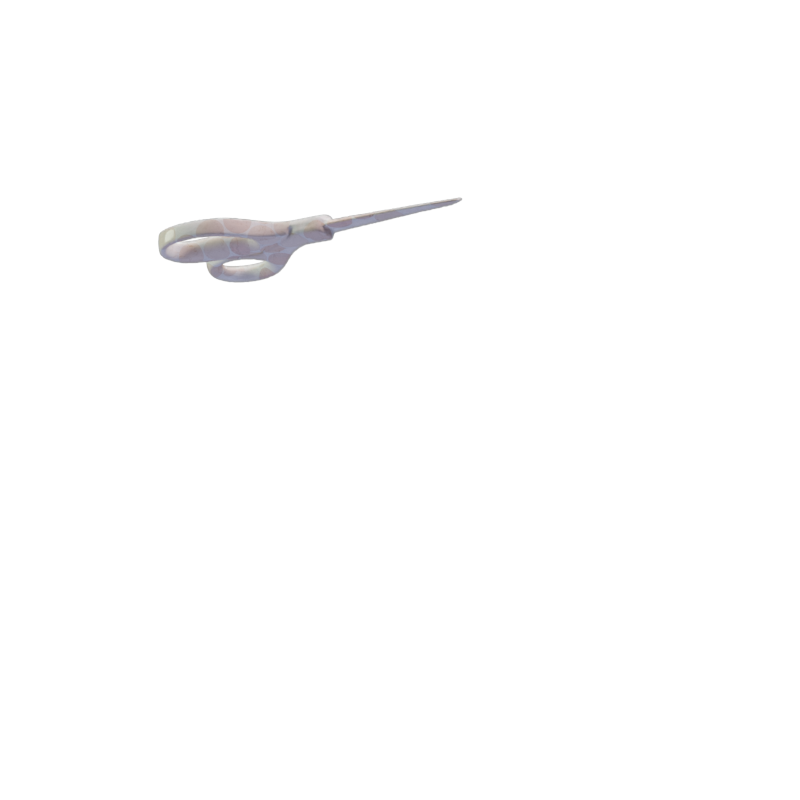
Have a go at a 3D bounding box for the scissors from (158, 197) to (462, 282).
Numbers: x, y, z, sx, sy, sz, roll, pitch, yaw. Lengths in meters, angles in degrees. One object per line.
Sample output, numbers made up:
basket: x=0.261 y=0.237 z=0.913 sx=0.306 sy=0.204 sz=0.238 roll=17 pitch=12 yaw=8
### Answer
scissors: x=-0.057 y=-0.104 z=0.726 sx=0.204 sy=0.016 sz=0.091 roll=-3 pitch=-16 yaw=10
